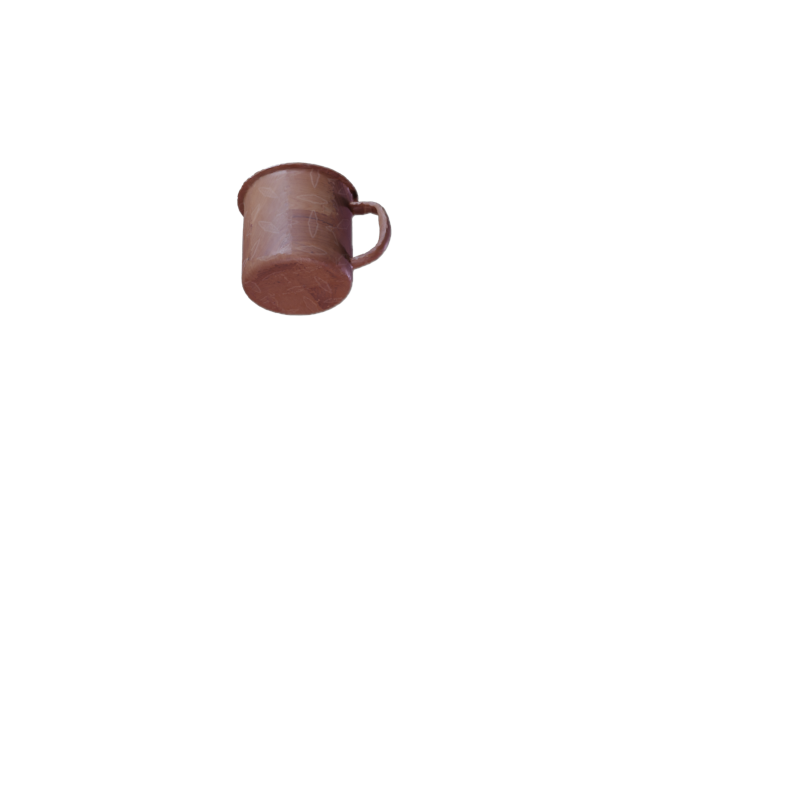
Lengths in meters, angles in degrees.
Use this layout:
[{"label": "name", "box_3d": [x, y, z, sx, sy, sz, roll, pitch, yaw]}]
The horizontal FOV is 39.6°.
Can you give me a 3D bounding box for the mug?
[{"label": "mug", "box_3d": [-0.064, -0.117, 0.821, 0.118, 0.087, 0.086, -6, -32, 8]}]
